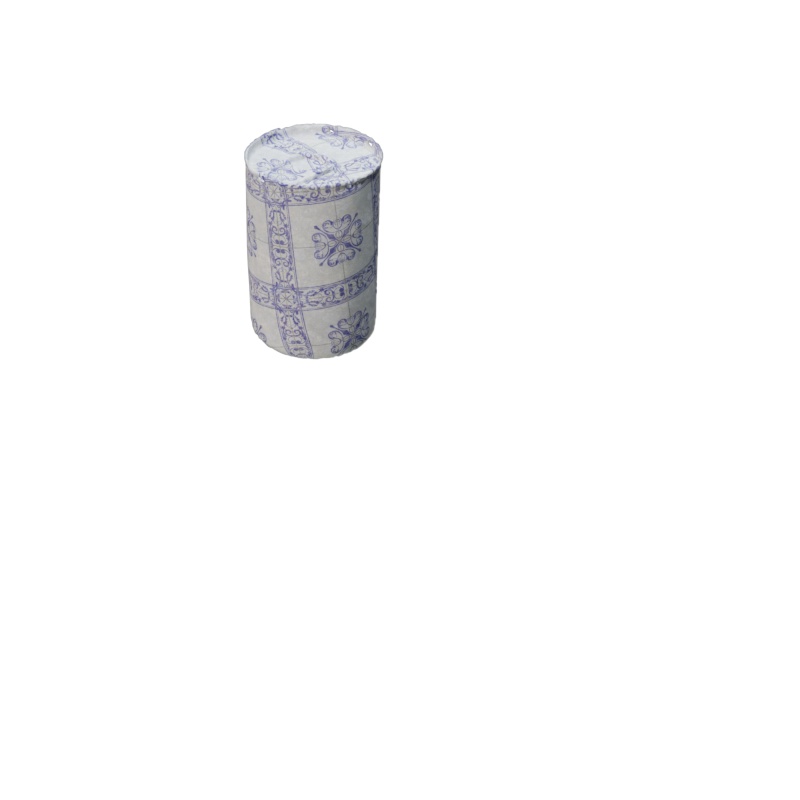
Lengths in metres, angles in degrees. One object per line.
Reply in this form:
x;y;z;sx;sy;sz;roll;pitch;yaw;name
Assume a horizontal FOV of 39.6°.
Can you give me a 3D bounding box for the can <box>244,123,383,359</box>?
-0.044;-0.081;0.567;0.068;0.096;0.073;0;34;-3;can
